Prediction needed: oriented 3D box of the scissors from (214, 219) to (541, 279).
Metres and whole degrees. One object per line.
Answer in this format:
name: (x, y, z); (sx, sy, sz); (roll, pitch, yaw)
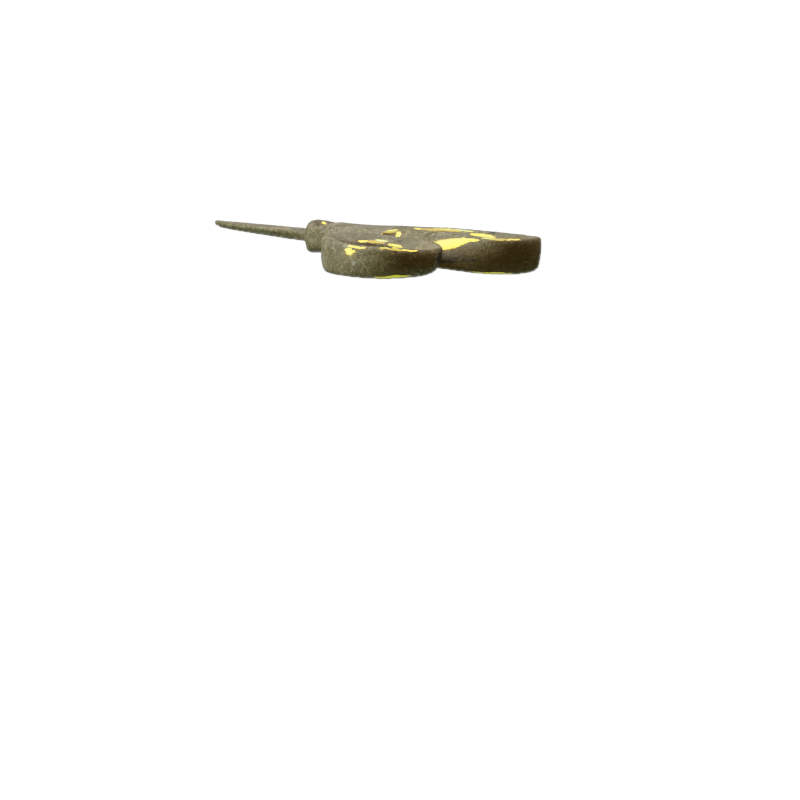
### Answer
scissors: (-0.038, -0.069, 0.487); (0.211, 0.015, 0.094); (10, 16, 36)
